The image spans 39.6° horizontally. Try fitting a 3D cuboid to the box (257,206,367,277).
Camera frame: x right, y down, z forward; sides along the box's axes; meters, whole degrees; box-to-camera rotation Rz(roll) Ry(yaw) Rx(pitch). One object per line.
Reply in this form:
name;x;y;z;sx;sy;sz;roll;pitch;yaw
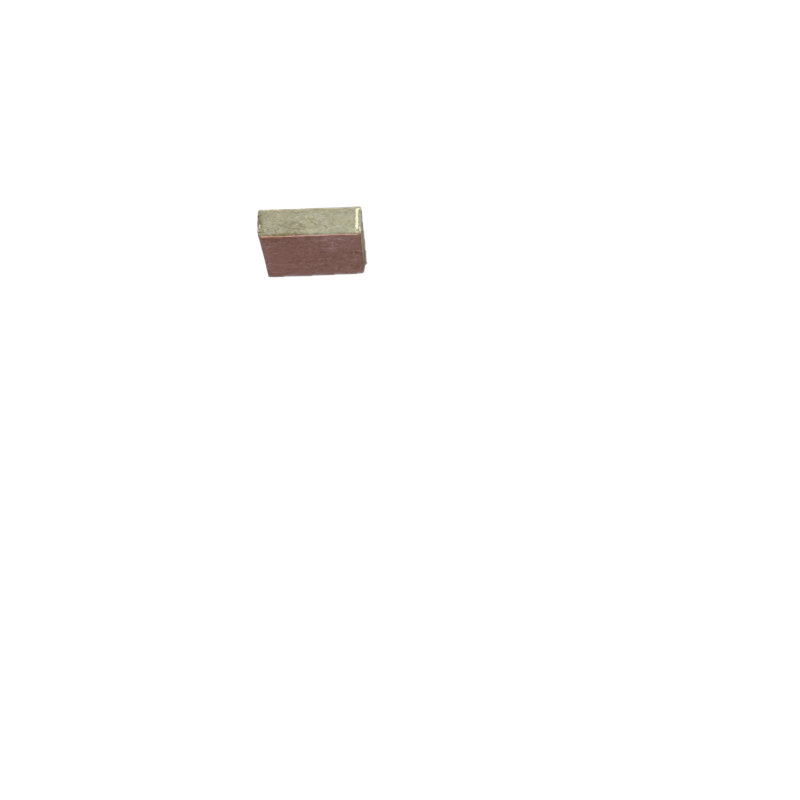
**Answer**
box;-0.075;-0.137;0.957;0.090;0.032;0.069;-2;-24;3
